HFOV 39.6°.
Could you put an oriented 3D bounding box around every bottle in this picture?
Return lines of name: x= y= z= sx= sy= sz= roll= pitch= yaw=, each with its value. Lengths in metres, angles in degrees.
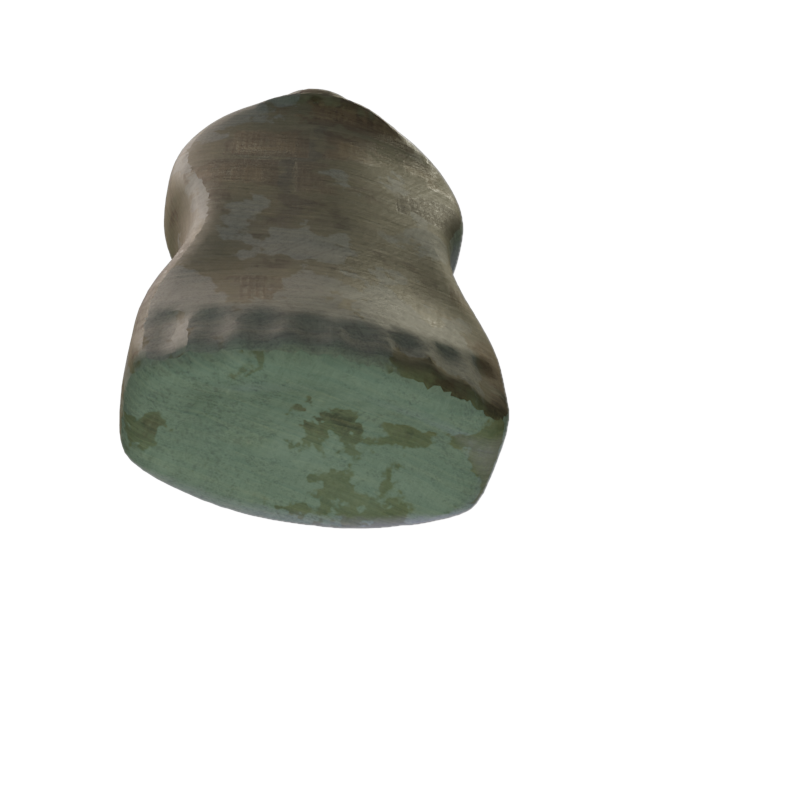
bottle: x=-0.027 y=-0.049 z=0.348 sx=0.095 sy=0.055 sz=0.205 roll=6 pitch=36 yaw=-8
